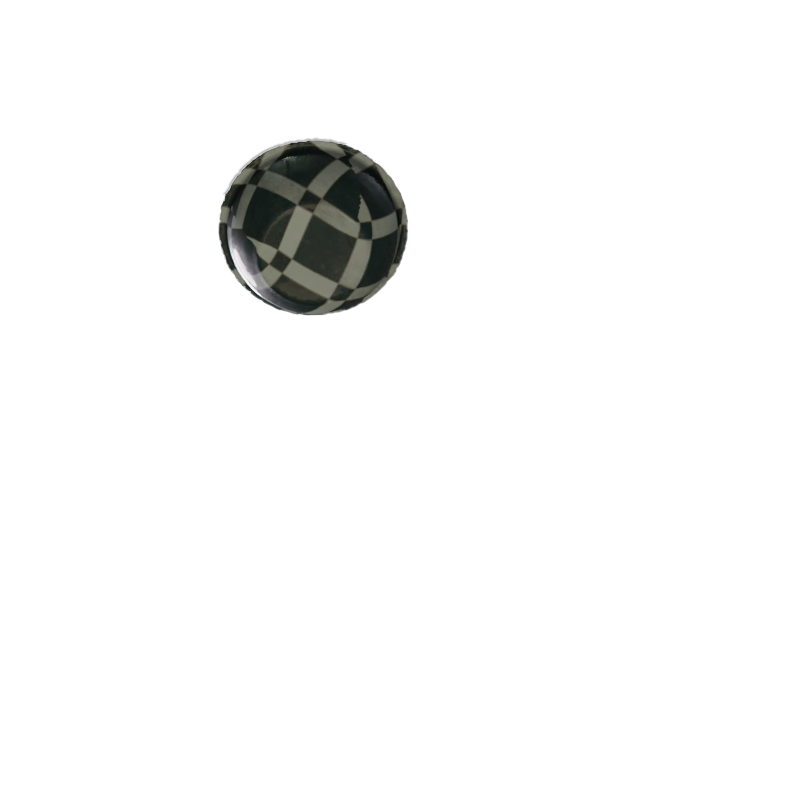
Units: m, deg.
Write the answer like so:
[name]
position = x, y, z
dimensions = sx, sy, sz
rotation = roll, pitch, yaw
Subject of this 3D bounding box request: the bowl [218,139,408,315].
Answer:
[bowl]
position = -0.072, -0.132, 0.922
dimensions = 0.162, 0.154, 0.058
rotation = 1, 25, -1
